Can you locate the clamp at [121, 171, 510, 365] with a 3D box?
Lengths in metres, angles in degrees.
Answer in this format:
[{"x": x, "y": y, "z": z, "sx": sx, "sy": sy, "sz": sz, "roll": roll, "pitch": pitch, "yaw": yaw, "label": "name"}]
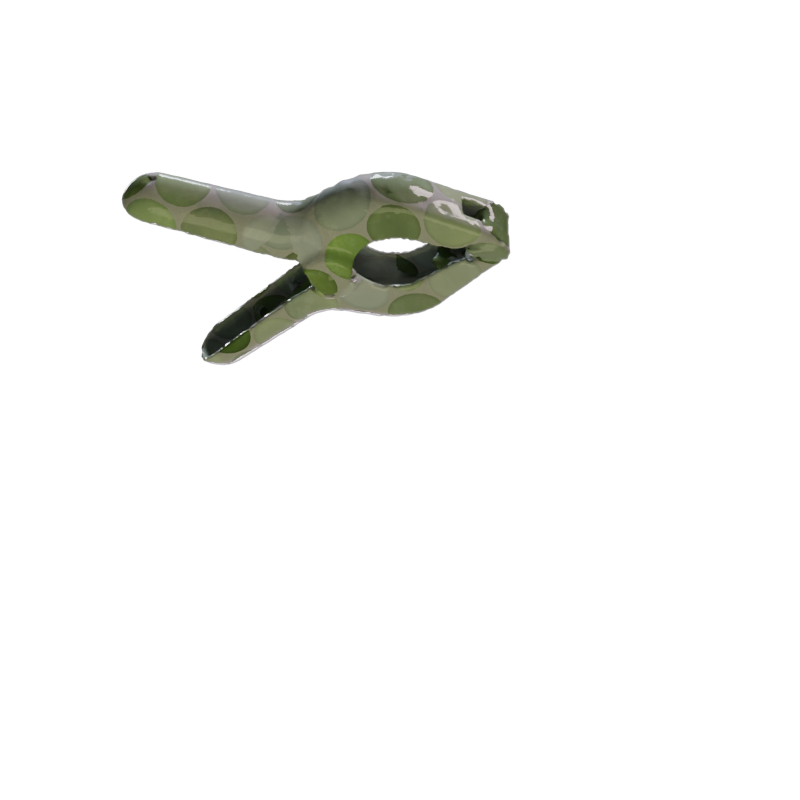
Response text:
[{"x": -0.040, "y": -0.073, "z": 0.509, "sx": 0.173, "sy": 0.042, "sz": 0.111, "roll": -14, "pitch": -39, "yaw": 18, "label": "clamp"}]
